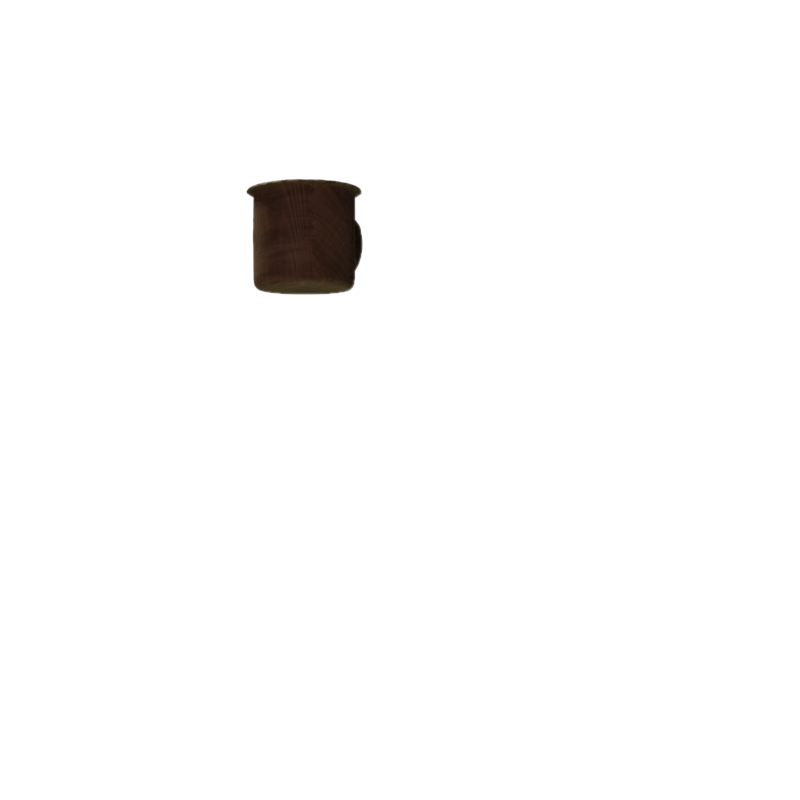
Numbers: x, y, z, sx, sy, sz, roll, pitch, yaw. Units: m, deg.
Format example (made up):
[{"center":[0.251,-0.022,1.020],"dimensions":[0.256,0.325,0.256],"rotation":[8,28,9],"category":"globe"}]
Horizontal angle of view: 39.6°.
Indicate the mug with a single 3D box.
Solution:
[{"center":[-0.070,-0.129,0.900],"dimensions":[0.096,0.083,0.112],"rotation":[-3,-4,35],"category":"mug"}]
